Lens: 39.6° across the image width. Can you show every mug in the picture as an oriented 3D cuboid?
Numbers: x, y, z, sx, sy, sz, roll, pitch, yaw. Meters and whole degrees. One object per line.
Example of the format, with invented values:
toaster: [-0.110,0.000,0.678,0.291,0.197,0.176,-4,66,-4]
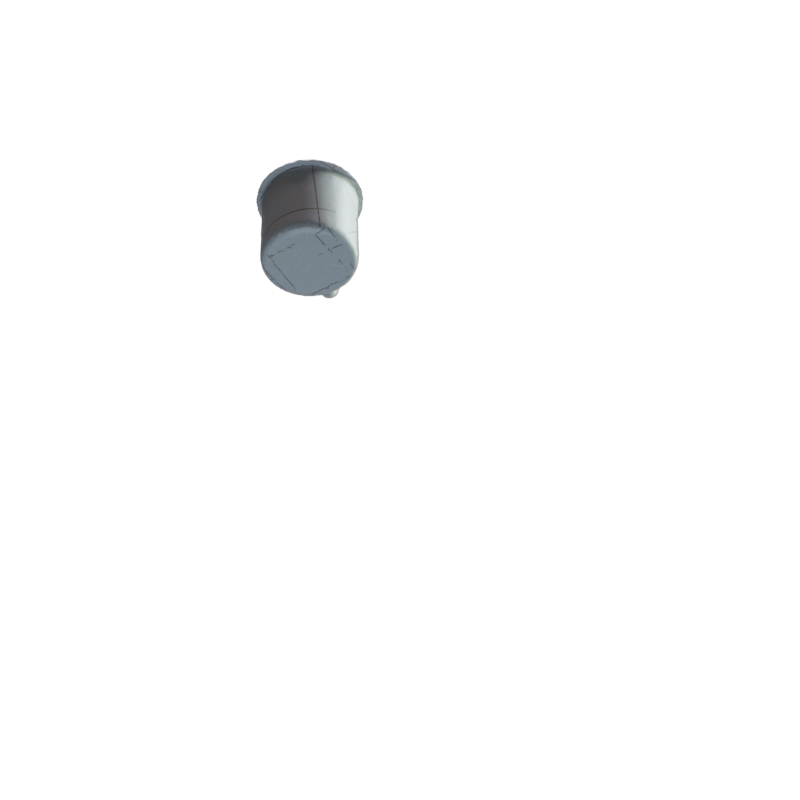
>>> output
mug: [-0.074,-0.135,0.945,0.094,0.088,0.108,-10,-45,8]
